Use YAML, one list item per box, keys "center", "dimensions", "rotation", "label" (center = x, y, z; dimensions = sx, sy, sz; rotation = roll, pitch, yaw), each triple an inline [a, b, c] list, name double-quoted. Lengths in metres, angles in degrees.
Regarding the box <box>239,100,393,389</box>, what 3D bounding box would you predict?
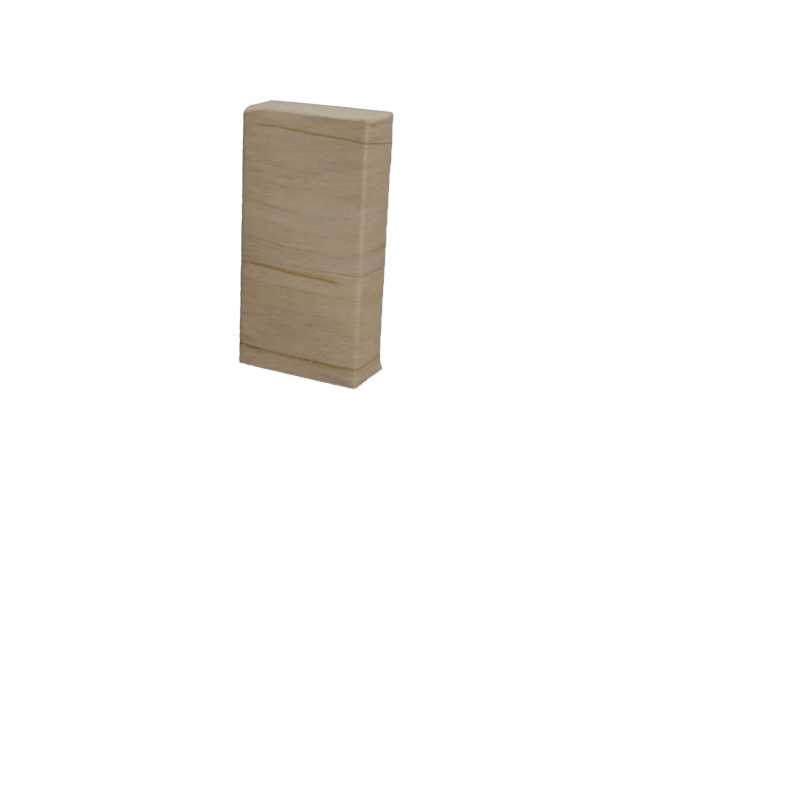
- center: [-0.057, -0.103, 0.725]
  dimensions: [0.097, 0.169, 0.048]
  rotation: [10, 19, 26]
  label: "box"
